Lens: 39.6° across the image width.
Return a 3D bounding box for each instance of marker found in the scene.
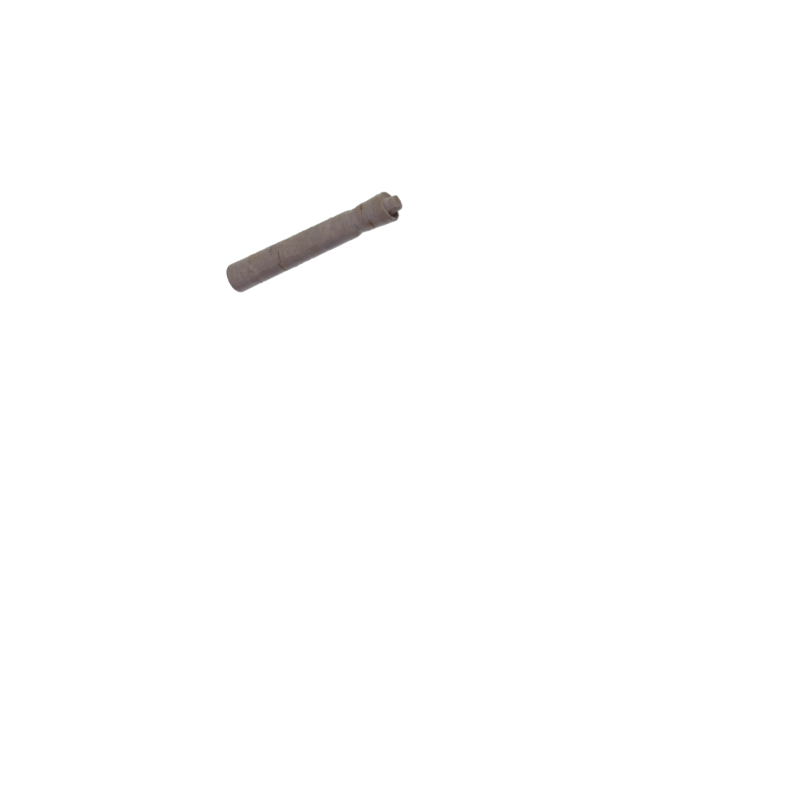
[{"bbox_3d":[-0.052,-0.095,0.663,0.122,0.020,0.019,-21,-6,27],"label":"marker"}]
